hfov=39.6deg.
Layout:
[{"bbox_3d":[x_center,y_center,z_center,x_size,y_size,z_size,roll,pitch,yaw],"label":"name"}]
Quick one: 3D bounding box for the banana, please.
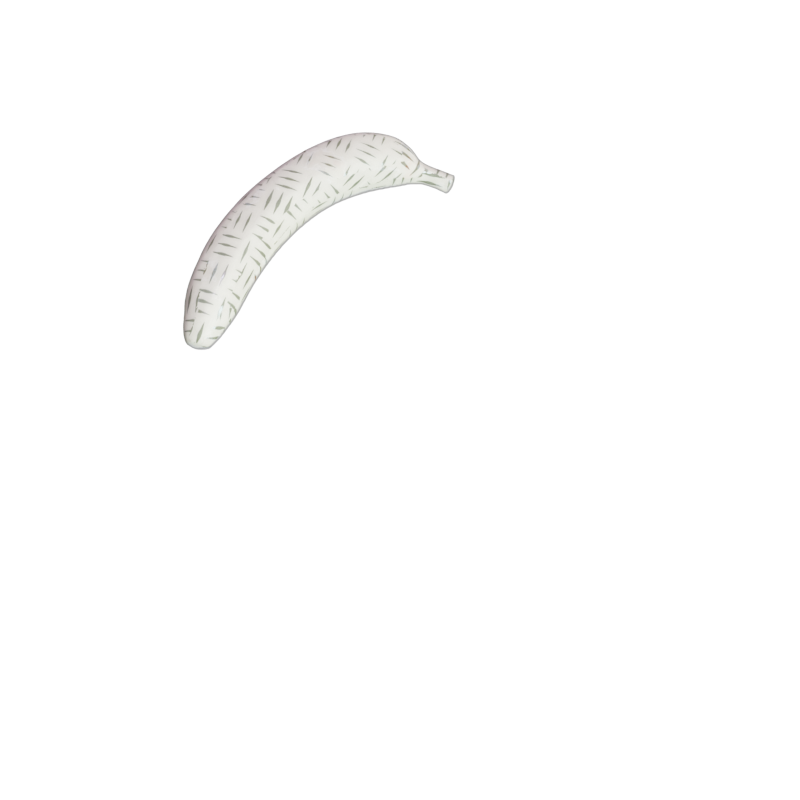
[{"bbox_3d":[-0.060,-0.108,0.656,0.199,0.074,0.034,-36,-24,-20],"label":"banana"}]
